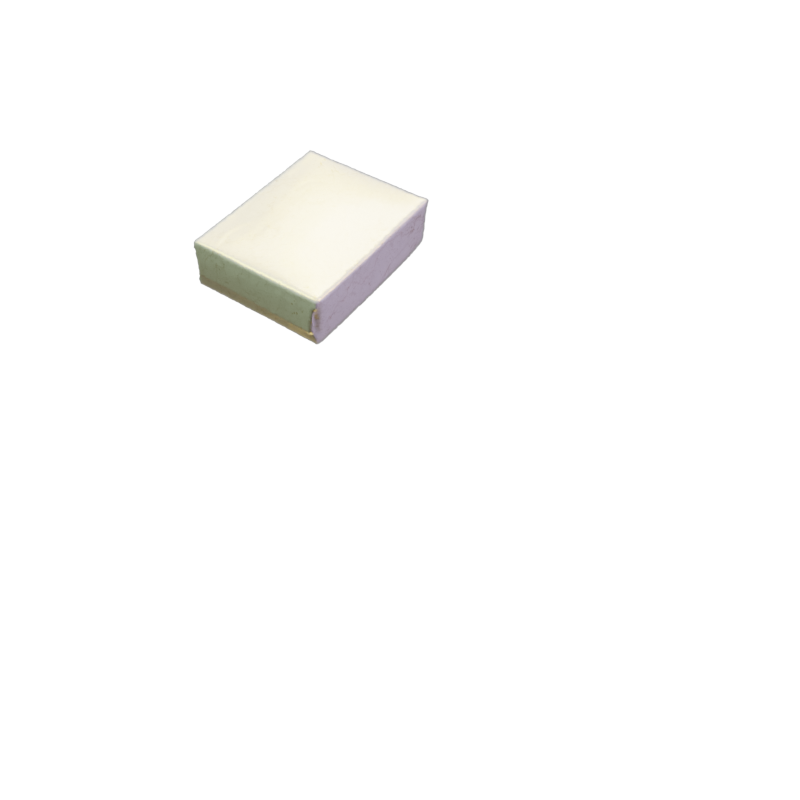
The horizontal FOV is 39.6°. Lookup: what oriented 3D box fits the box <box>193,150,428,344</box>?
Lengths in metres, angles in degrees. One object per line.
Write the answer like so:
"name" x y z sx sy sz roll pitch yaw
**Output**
"box" -0.051 -0.093 0.652 0.095 0.036 0.116 26 49 24
